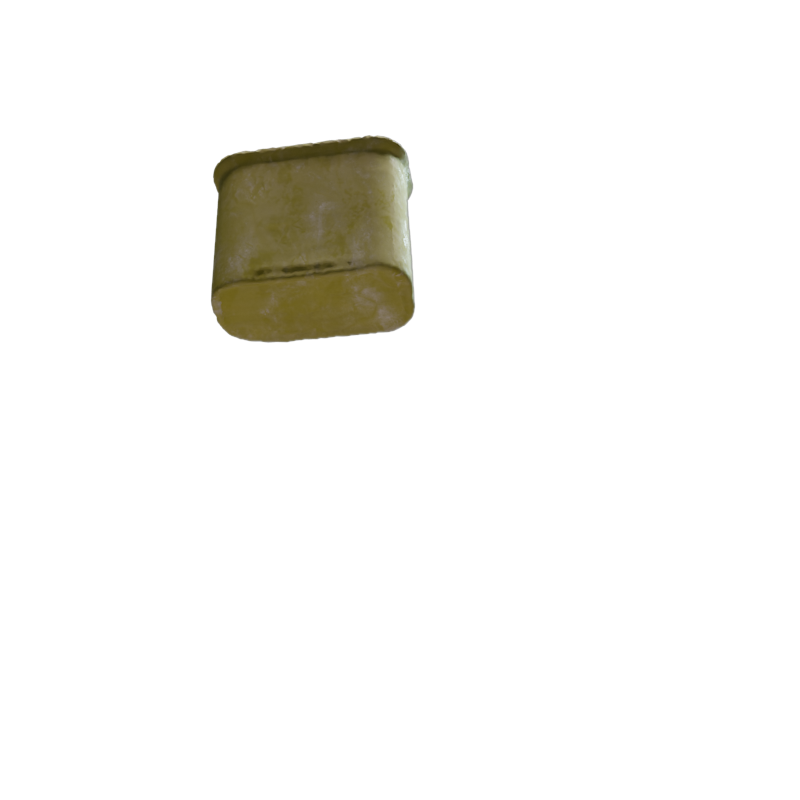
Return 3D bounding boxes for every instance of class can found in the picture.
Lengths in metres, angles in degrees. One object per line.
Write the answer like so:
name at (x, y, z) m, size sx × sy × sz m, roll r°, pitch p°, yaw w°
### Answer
can at (-0.043, -0.079, 0.552) m, size 0.103 × 0.090 × 0.053 m, roll -6°, pitch -36°, yaw 6°
